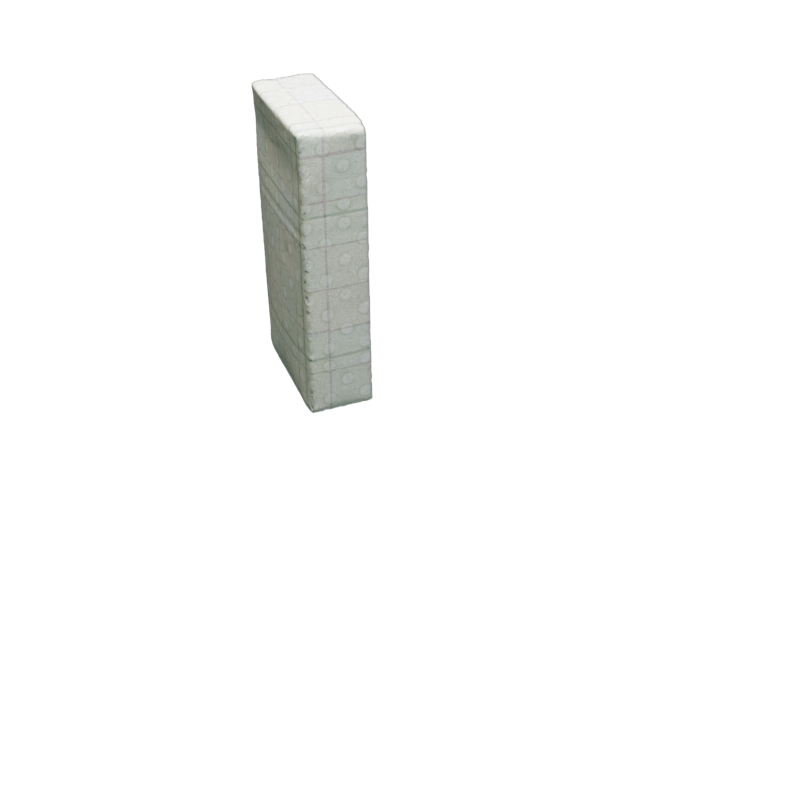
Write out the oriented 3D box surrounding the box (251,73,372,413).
[{"bbox_3d":[-0.050,-0.093,0.649,0.047,0.166,0.101,-9,32,-19],"label":"box"}]
